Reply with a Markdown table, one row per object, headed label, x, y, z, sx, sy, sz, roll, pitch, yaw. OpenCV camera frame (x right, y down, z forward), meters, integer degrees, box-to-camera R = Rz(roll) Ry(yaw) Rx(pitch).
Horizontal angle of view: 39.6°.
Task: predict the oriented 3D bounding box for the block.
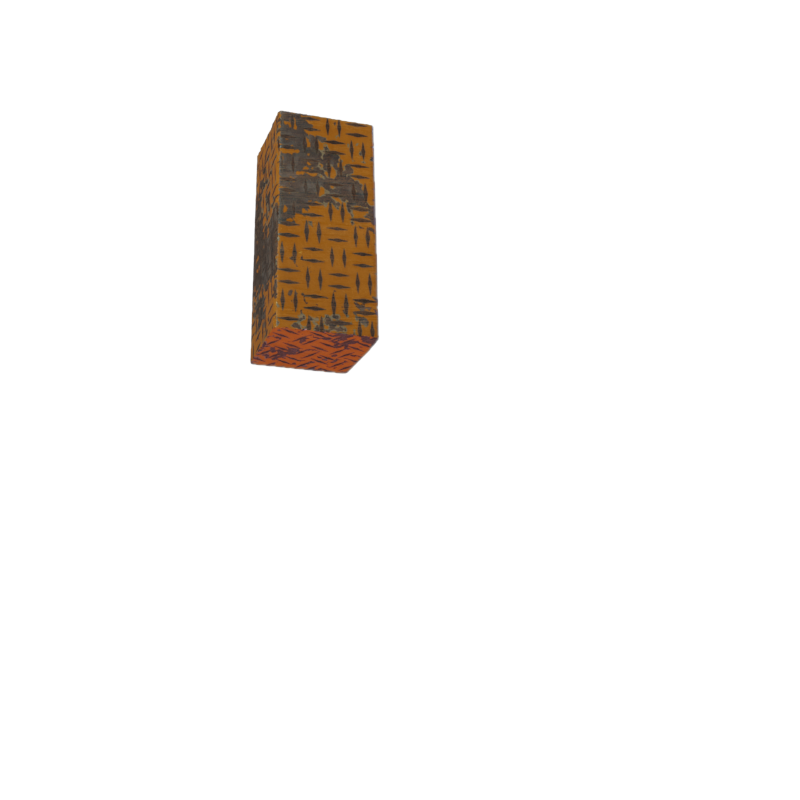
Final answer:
| label | x | y | z | sx | sy | sz | roll | pitch | yaw |
| --- | --- | --- | --- | --- | --- | --- | --- | --- | --- |
| block | -0.076 | -0.138 | 0.972 | 0.088 | 0.218 | 0.087 | 6 | -26 | -17 |
